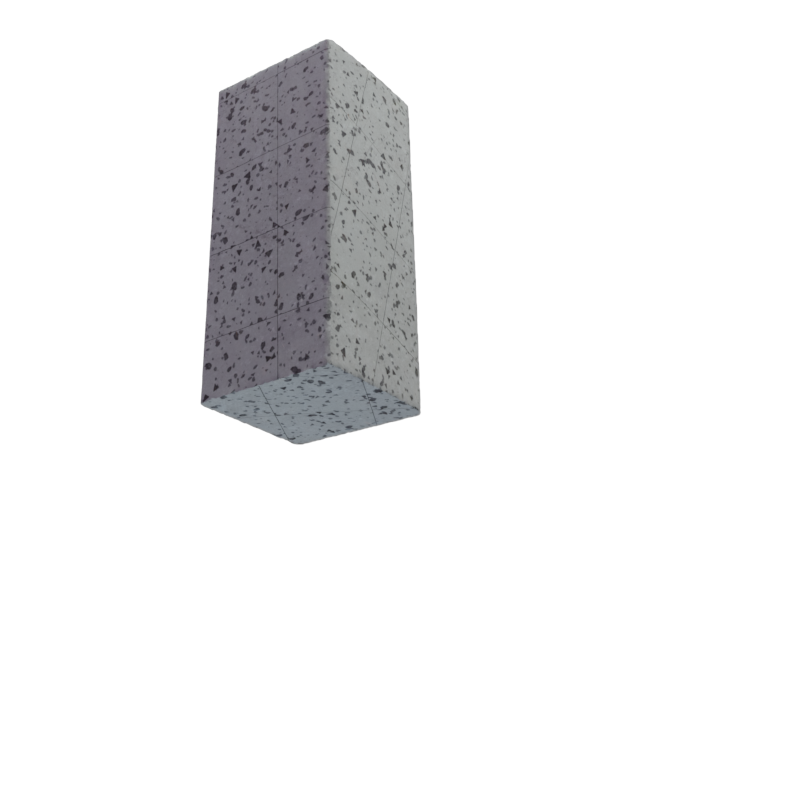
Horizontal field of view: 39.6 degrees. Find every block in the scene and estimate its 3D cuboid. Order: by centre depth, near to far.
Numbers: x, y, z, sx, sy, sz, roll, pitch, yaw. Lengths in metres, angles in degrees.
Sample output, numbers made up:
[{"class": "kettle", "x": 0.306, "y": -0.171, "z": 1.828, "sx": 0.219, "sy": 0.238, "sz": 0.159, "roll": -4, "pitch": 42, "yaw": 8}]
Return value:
[{"class": "block", "x": -0.050, "y": -0.092, "z": 0.648, "sx": 0.092, "sy": 0.219, "sz": 0.084, "roll": -19, "pitch": -31, "yaw": 30}]
